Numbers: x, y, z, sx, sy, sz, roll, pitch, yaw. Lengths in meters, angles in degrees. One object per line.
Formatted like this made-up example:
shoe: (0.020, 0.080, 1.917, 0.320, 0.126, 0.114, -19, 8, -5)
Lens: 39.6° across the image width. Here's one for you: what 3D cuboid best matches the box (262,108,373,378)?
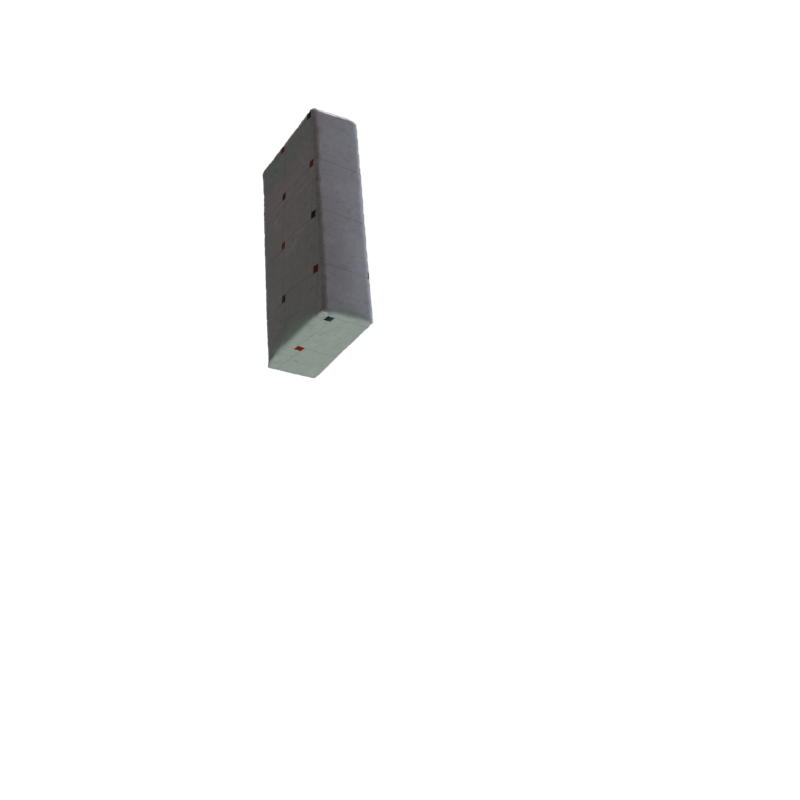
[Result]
box: (-0.063, -0.116, 0.811, 0.046, 0.188, 0.091, 15, -35, -26)
